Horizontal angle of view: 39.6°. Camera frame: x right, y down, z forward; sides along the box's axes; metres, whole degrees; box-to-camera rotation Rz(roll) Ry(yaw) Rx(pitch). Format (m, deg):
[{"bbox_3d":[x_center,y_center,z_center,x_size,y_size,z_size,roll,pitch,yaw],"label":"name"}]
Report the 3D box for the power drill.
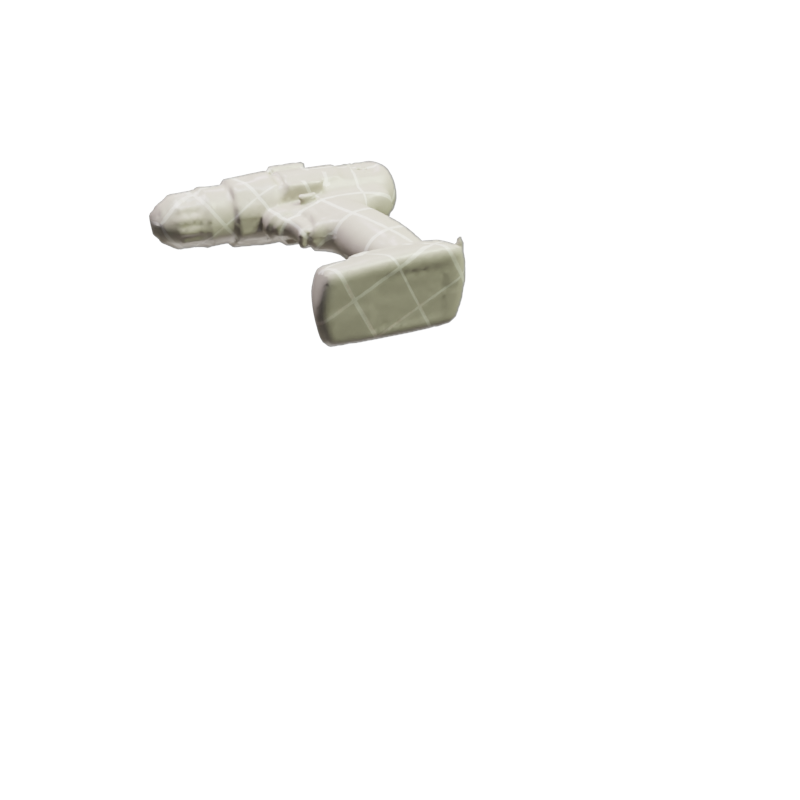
[{"bbox_3d":[-0.058,-0.106,0.744,0.181,0.054,0.202,-14,36,-21],"label":"power drill"}]
